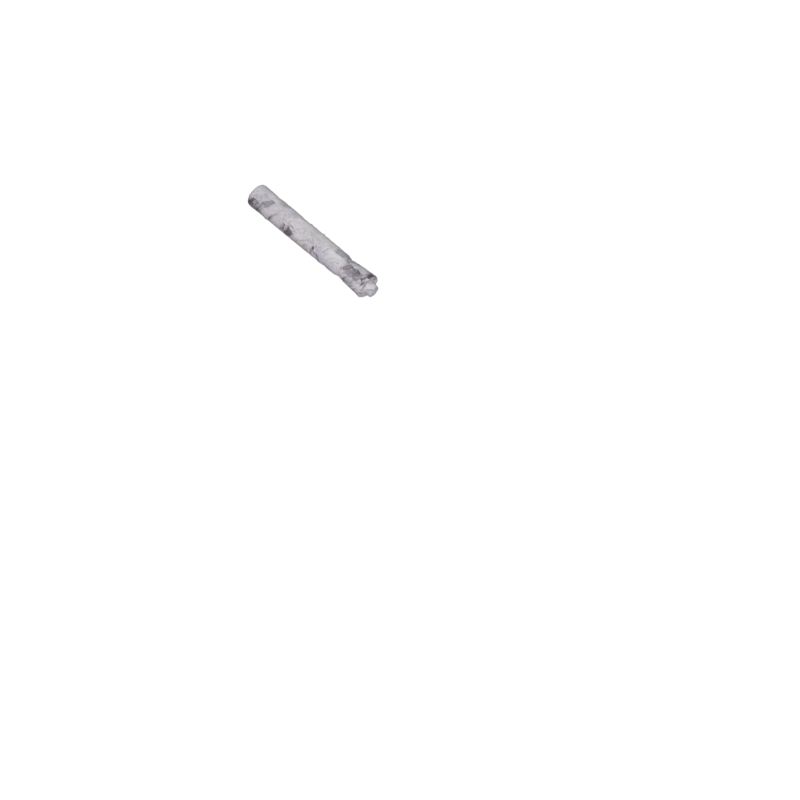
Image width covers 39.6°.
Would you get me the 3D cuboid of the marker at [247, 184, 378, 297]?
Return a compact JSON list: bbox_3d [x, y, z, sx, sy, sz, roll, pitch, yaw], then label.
[{"bbox_3d":[-0.062,-0.113,0.792,0.128,0.019,0.019,41,22,24],"label":"marker"}]
